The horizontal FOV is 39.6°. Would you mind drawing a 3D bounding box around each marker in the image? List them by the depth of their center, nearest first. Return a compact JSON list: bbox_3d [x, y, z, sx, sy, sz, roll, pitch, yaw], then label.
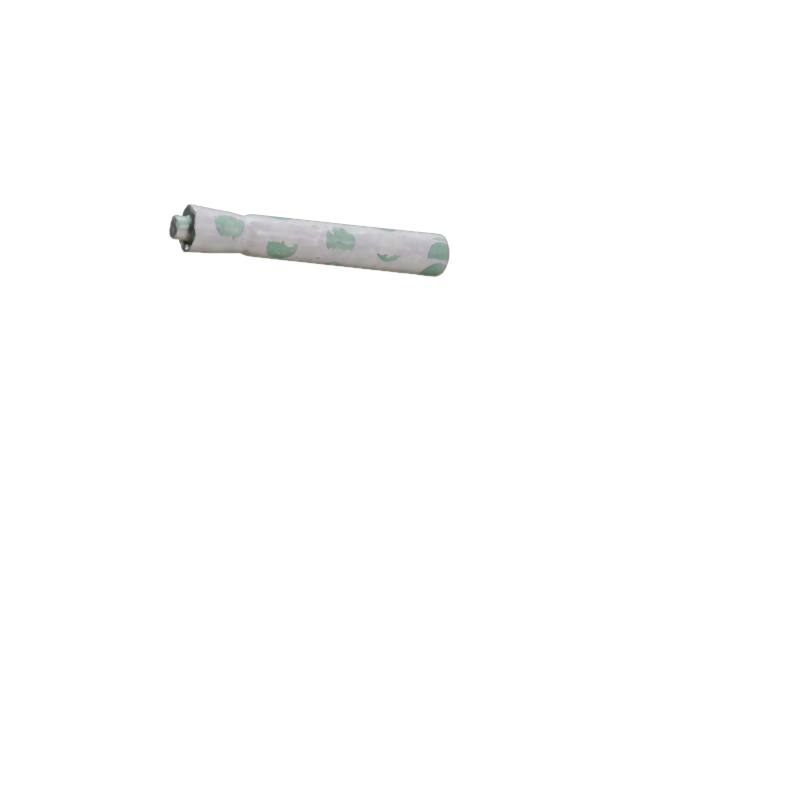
[{"bbox_3d":[-0.035,-0.064,0.451,0.117,0.020,0.020,2,3,-27],"label":"marker"}]
